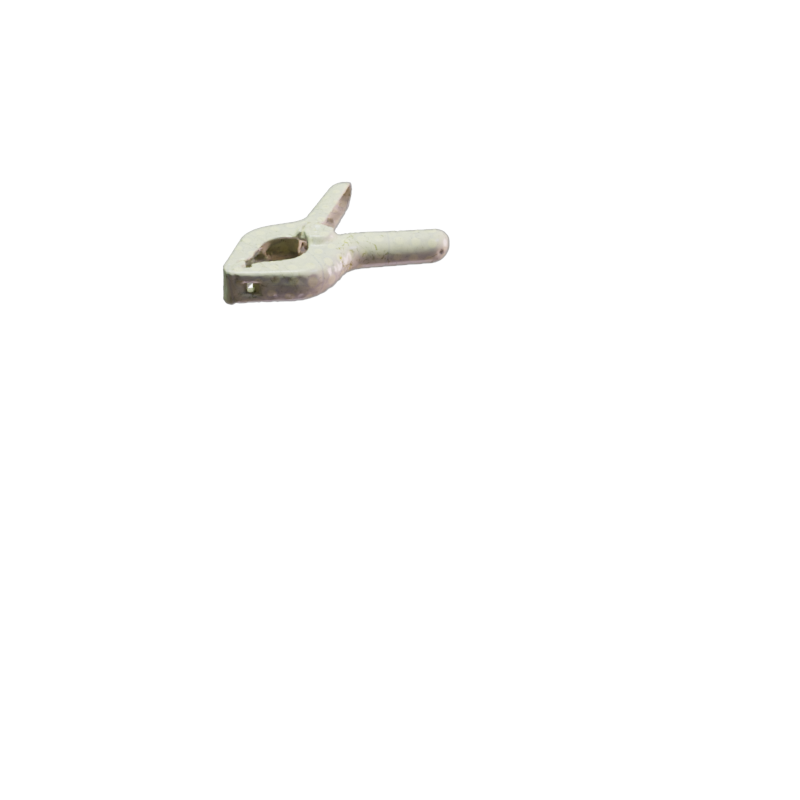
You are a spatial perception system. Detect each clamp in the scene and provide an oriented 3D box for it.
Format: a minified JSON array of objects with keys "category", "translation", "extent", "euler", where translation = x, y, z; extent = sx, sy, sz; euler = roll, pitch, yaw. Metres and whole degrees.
[{"category":"clamp","translation":[-0.064,-0.116,0.812],"extent":[0.169,0.037,0.129],"euler":[-18,34,-29]}]
